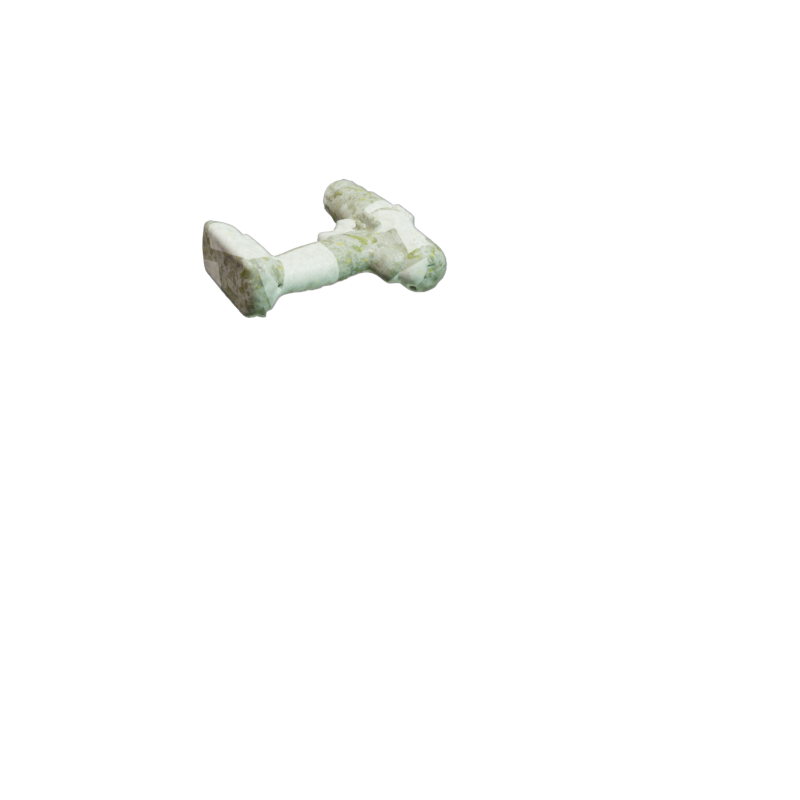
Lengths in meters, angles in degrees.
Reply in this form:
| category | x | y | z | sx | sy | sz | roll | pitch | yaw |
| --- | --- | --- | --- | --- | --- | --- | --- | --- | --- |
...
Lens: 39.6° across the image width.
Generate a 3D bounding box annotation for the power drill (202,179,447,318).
| category | x | y | z | sx | sy | sz | roll | pitch | yaw |
| --- | --- | --- | --- | --- | --- | --- | --- | --- | --- |
| power drill | -0.078 | -0.142 | 0.992 | 0.185 | 0.054 | 0.199 | -16 | 35 | -24 |
